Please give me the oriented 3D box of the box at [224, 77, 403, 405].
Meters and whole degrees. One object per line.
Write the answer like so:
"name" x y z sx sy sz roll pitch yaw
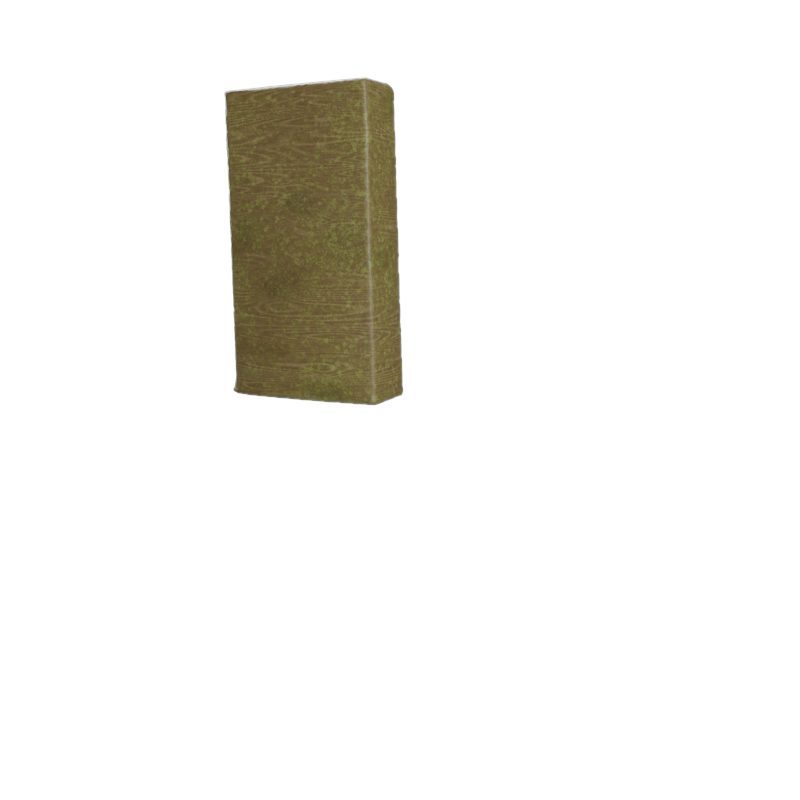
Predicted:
"box" -0.049 -0.090 0.628 0.096 0.176 0.046 1 0 27
